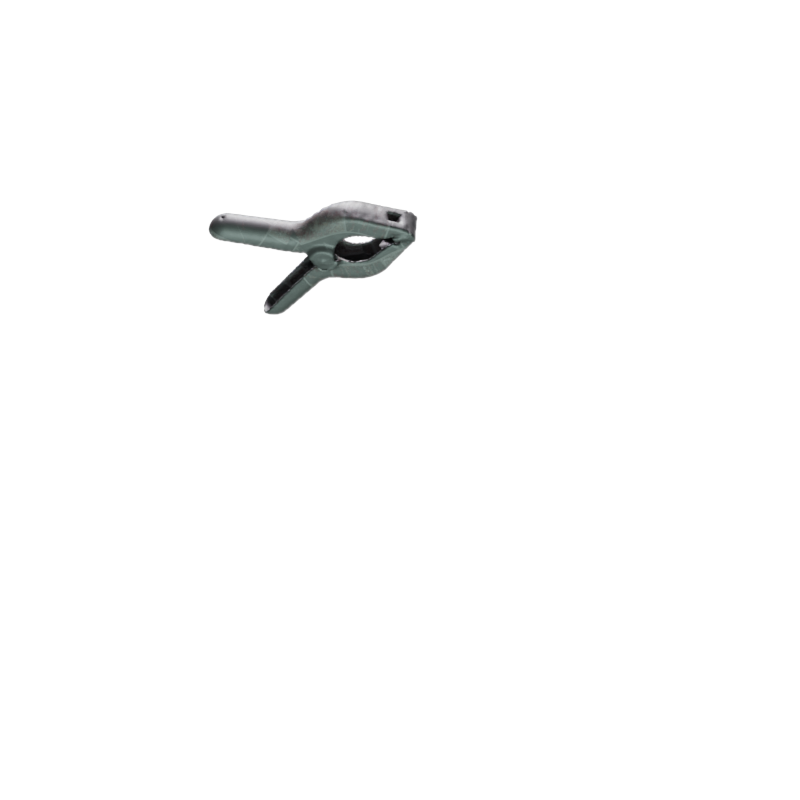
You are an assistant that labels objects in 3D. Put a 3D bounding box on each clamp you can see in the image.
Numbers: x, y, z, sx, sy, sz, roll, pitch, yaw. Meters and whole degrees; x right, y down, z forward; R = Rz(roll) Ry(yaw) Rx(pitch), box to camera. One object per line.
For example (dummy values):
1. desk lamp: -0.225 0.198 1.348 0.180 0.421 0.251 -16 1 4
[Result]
1. clamp: -0.073 -0.134 0.936 0.173 0.042 0.111 -19 -40 25
